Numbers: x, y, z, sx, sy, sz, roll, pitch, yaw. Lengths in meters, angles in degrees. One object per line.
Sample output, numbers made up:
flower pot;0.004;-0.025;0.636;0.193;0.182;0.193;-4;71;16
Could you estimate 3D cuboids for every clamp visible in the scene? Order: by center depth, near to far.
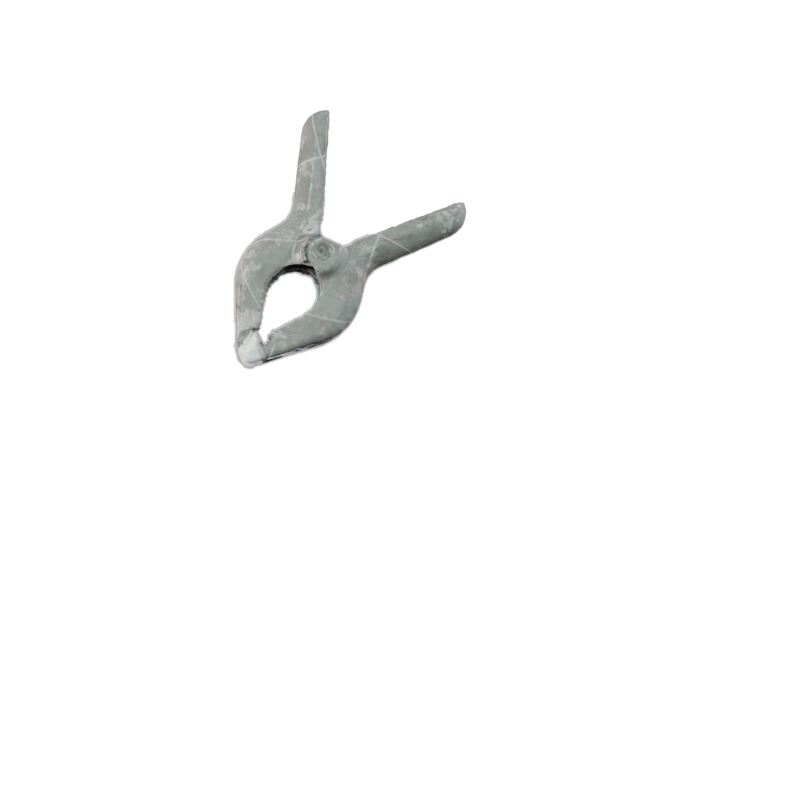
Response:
clamp;-0.055;-0.100;0.699;0.125;0.173;0.037;41;-15;13
